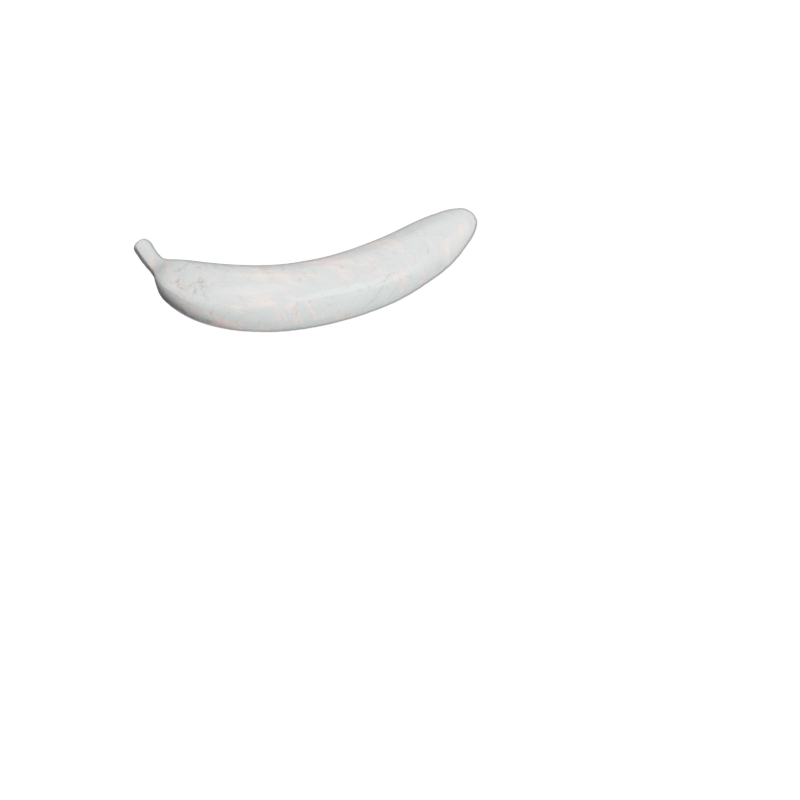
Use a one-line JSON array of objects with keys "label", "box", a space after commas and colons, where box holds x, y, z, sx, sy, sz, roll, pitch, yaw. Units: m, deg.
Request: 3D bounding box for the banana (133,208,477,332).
[{"label": "banana", "box": [-0.051, -0.072, 0.618, 0.197, 0.074, 0.035, -5, -26, -3]}]
